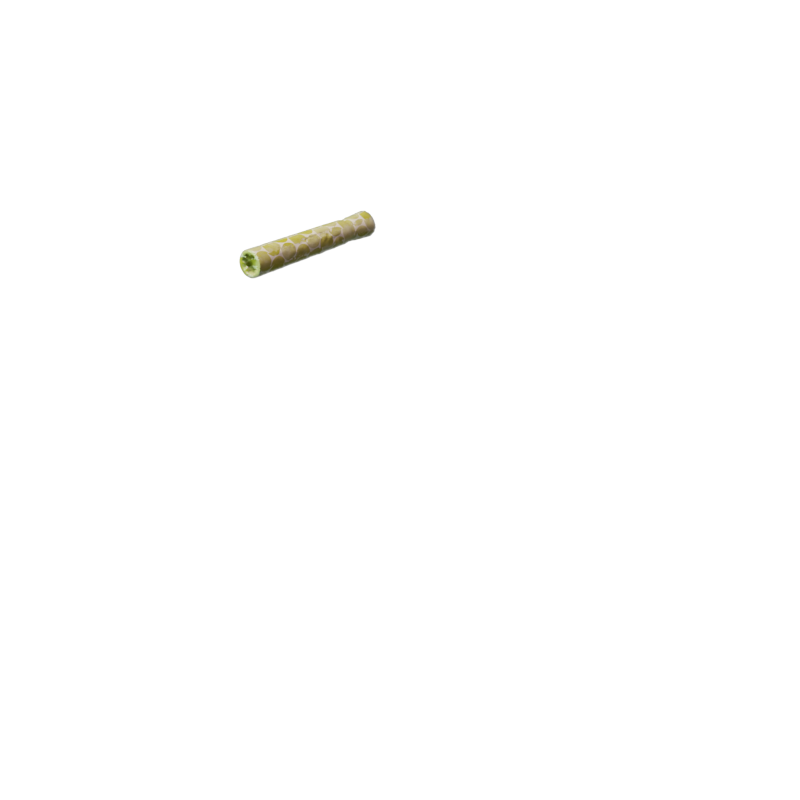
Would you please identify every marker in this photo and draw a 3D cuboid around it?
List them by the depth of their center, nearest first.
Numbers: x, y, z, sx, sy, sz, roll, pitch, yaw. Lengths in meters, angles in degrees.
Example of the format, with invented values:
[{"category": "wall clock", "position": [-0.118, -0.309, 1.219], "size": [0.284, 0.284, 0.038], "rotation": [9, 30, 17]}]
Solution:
[{"category": "marker", "position": [-0.058, -0.105, 0.735], "size": [0.021, 0.019, 0.120], "rotation": [3, 21, 40]}]
